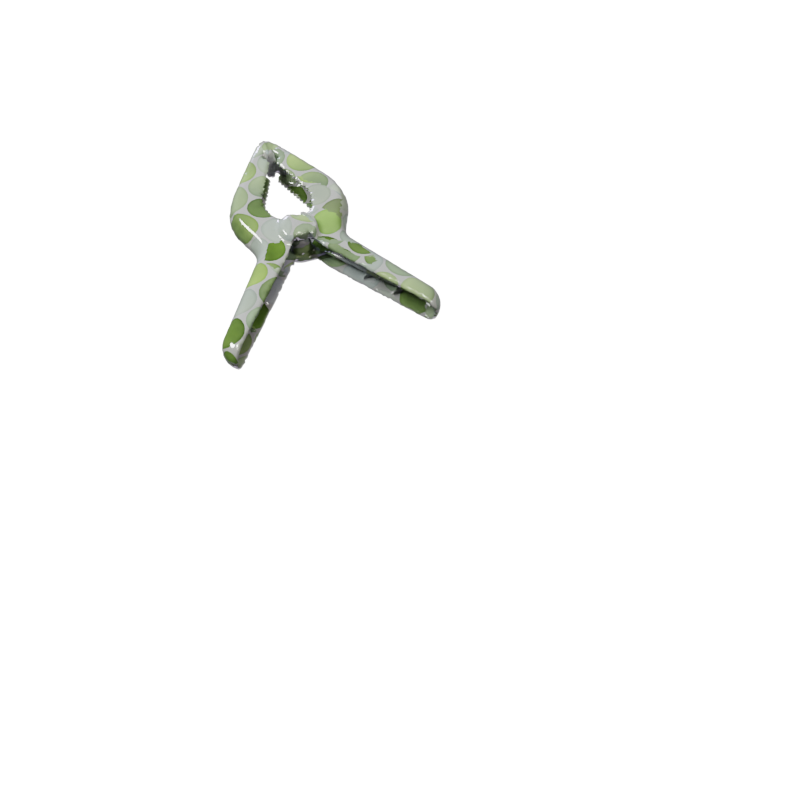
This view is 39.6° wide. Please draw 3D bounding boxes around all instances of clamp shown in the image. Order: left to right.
[{"bbox_3d":[-0.068,-0.124,0.866,0.163,0.227,0.034,-9,-37,-7],"label":"clamp"}]
